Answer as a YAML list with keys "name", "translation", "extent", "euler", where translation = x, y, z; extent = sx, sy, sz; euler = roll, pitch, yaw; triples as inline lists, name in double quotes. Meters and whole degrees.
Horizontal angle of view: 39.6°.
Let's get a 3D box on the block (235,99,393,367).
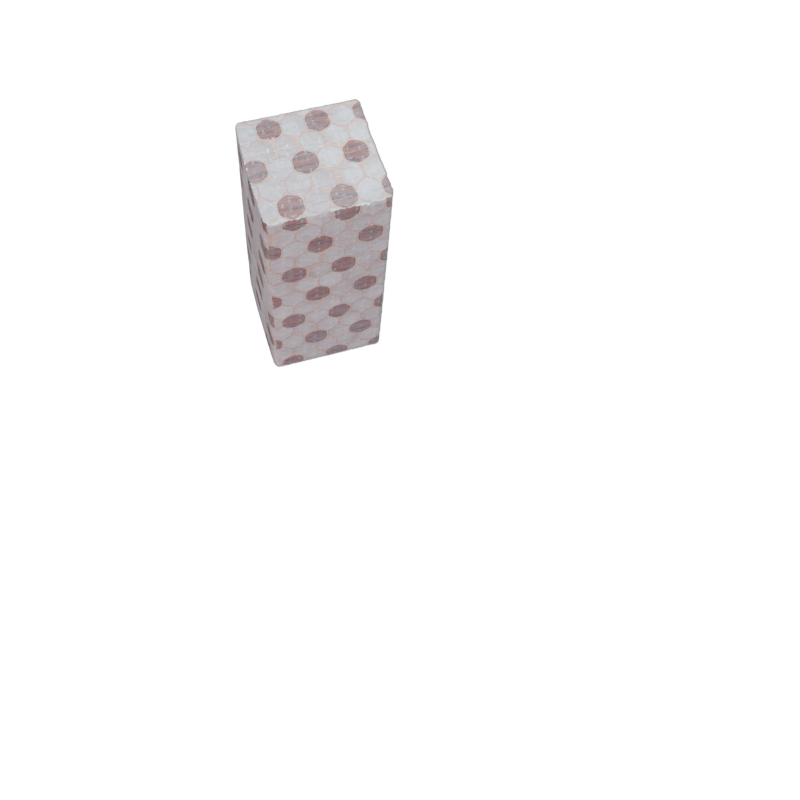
- name: "block"
  translation: [-0.065, -0.117, 0.825]
  extent: [0.090, 0.096, 0.194]
  euler: [-13, -26, -10]
